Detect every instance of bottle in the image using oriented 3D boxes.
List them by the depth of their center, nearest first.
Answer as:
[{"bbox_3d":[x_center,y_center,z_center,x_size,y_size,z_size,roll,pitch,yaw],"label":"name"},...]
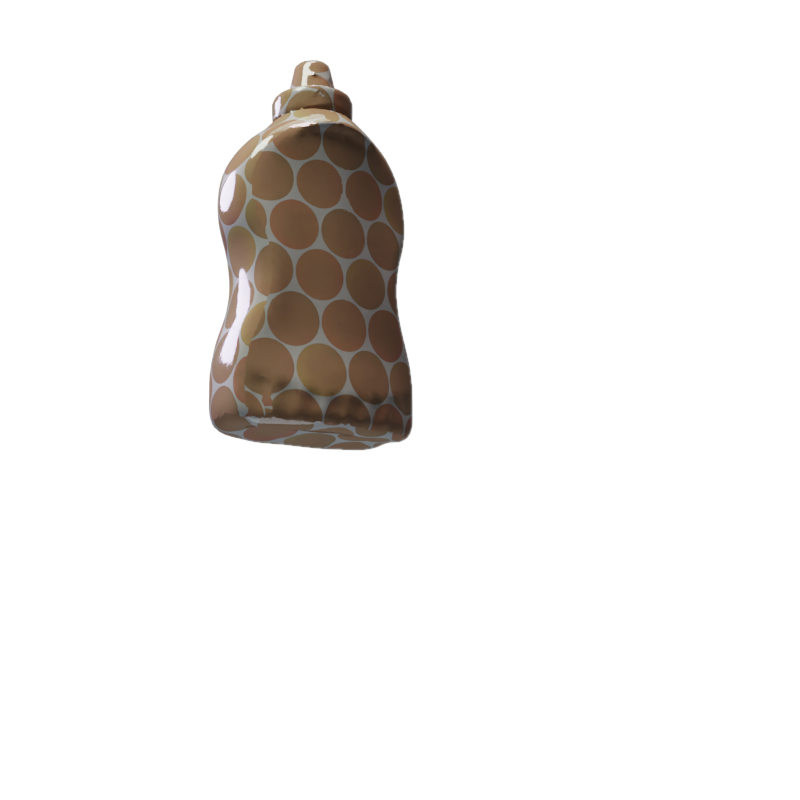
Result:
[{"bbox_3d":[-0.042,-0.077,0.537,0.092,0.200,0.058,10,-21,-30],"label":"bottle"}]
